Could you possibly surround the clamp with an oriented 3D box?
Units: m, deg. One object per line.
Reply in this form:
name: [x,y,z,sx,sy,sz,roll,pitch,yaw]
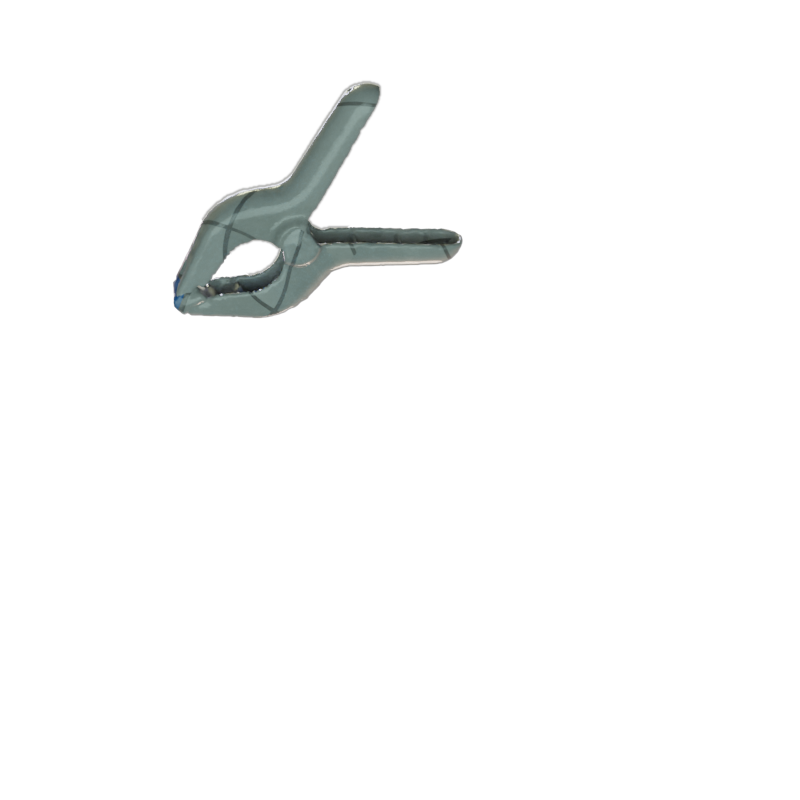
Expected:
clamp: [-0.051,-0.093,0.650,0.171,0.115,0.041,-35,18,12]
